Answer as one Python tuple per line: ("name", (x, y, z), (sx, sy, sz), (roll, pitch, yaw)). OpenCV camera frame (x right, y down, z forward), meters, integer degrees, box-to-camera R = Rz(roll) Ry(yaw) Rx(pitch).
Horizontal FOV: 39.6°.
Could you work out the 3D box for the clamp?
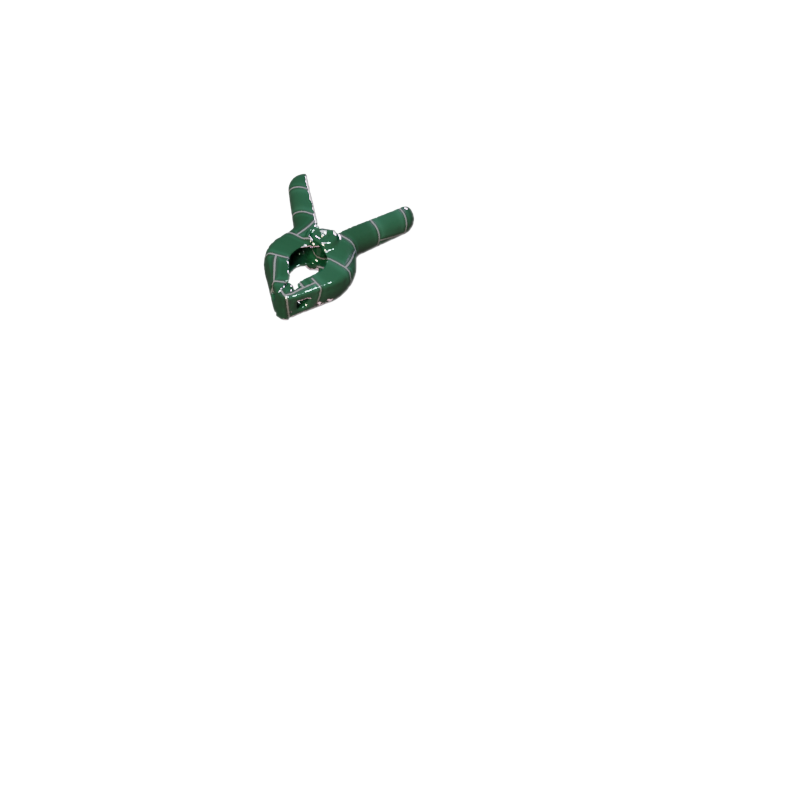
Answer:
("clamp", (-0.076, -0.139, 0.974), (0.126, 0.037, 0.176), (20, 45, 22))
